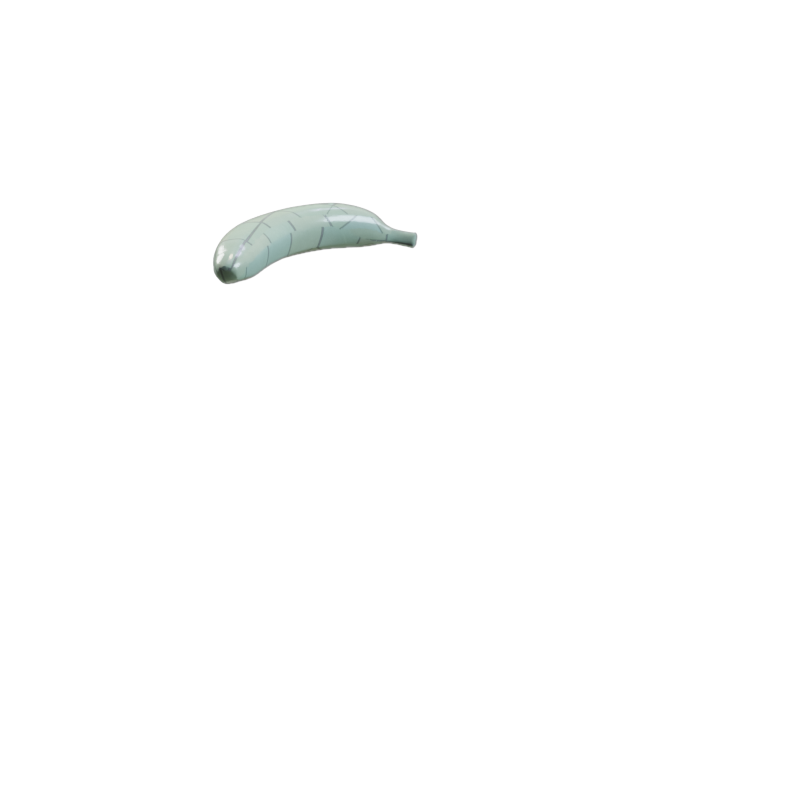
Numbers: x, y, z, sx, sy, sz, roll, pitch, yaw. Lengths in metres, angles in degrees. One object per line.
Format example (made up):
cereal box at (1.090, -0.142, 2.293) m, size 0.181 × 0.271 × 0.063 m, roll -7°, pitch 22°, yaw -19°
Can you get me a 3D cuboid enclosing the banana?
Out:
banana at (-0.074, -0.119, 0.807) m, size 0.073 × 0.035 × 0.194 m, roll 16°, pitch 25°, yaw 39°
